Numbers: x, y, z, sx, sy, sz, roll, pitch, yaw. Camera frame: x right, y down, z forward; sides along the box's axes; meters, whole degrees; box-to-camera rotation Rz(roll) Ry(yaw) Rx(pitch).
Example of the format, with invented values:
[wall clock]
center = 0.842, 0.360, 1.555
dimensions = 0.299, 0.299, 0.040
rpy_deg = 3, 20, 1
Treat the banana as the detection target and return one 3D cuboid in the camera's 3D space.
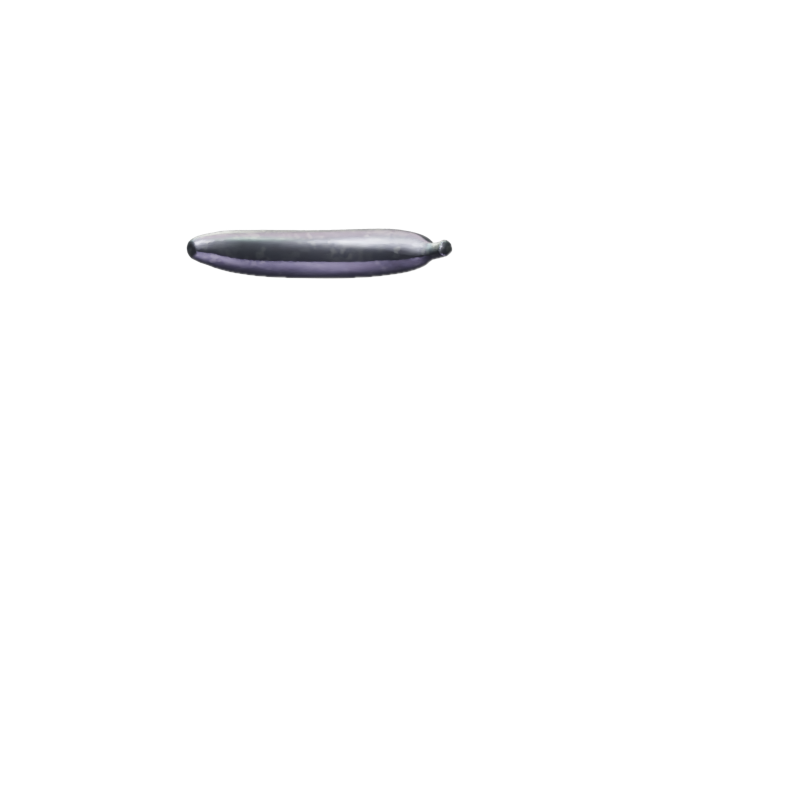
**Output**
[banana]
center = -0.061, -0.116, 0.850
dimensions = 0.199, 0.038, 0.067
rpy_deg = -1, -12, 5
